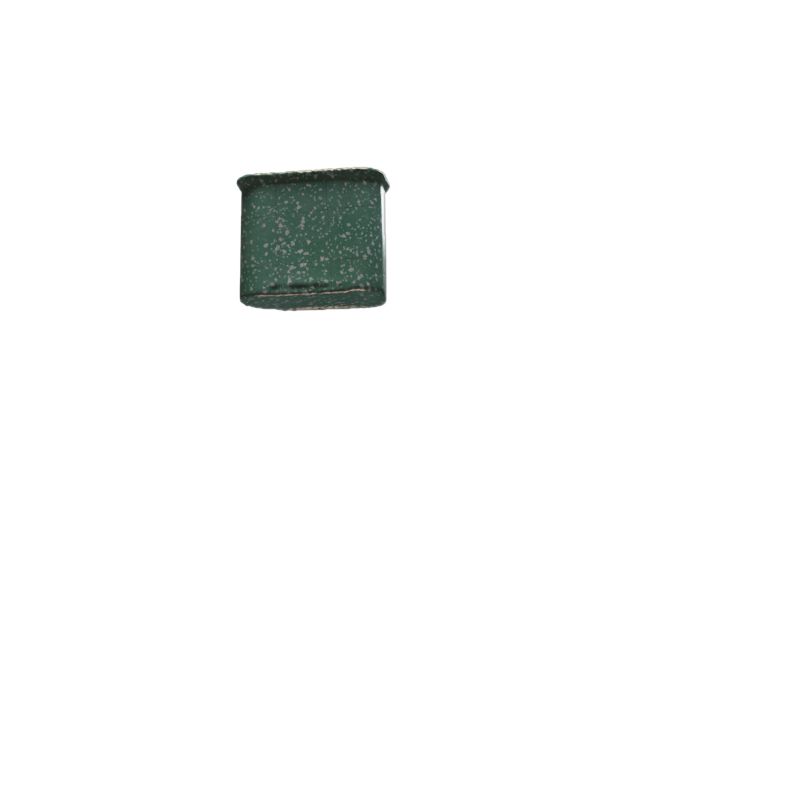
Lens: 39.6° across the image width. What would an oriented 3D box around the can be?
[{"bbox_3d":[-0.058,-0.106,0.743,0.103,0.087,0.055,-2,-13,10],"label":"can"}]
